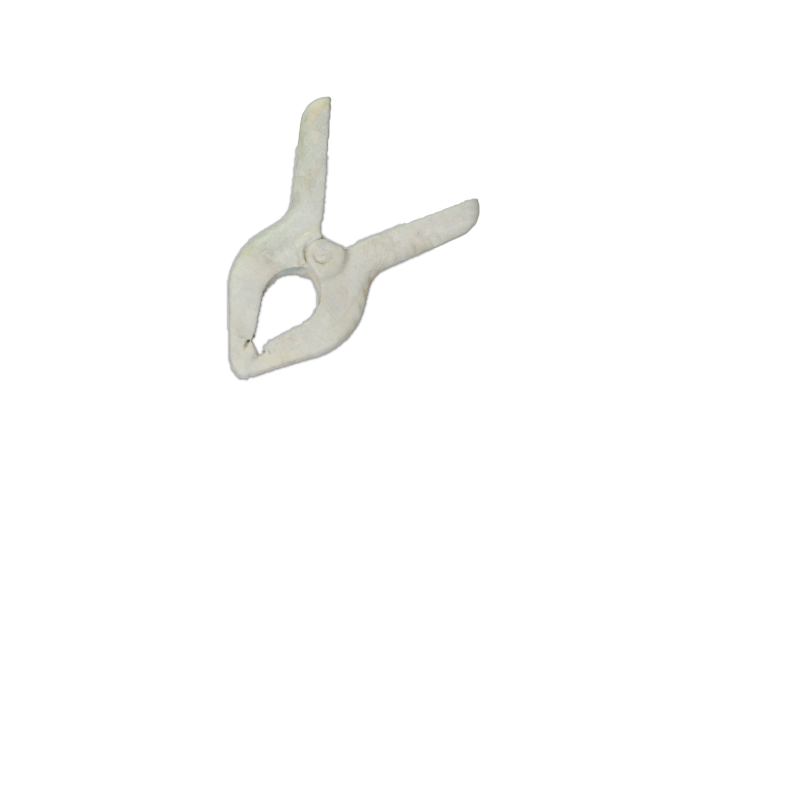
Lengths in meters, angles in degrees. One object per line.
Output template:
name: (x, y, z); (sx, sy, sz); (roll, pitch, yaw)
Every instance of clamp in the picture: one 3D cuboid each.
clamp: (-0.050, -0.092, 0.642); (0.124, 0.173, 0.038); (42, -14, 12)
